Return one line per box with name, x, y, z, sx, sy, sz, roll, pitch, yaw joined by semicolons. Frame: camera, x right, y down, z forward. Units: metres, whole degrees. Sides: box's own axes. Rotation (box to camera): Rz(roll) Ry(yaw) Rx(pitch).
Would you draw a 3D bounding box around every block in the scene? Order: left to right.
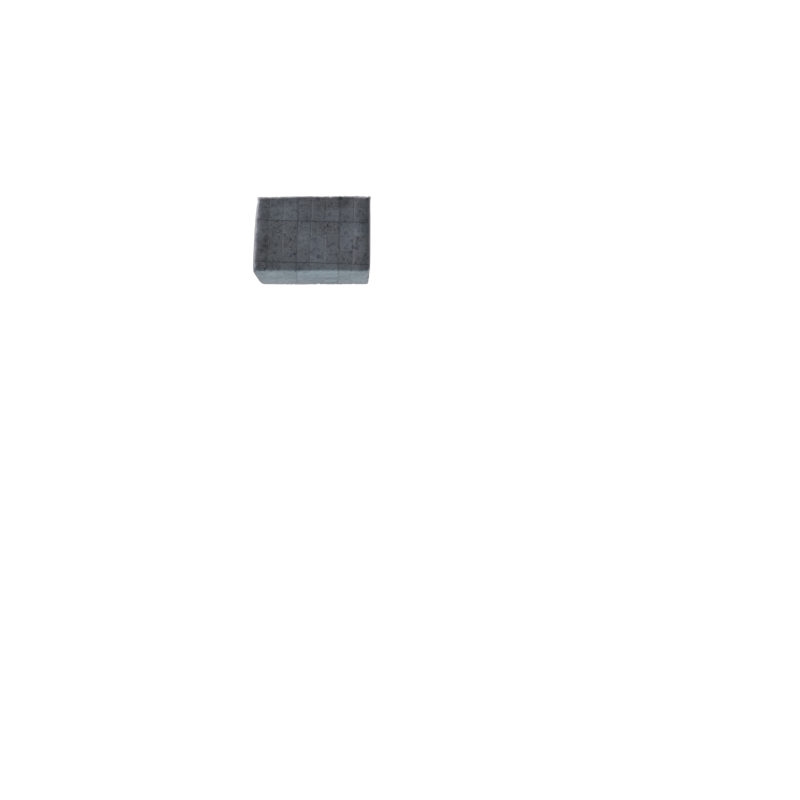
block;-0.059;-0.108;0.753;0.078;0.052;0.052;0;-8;0
